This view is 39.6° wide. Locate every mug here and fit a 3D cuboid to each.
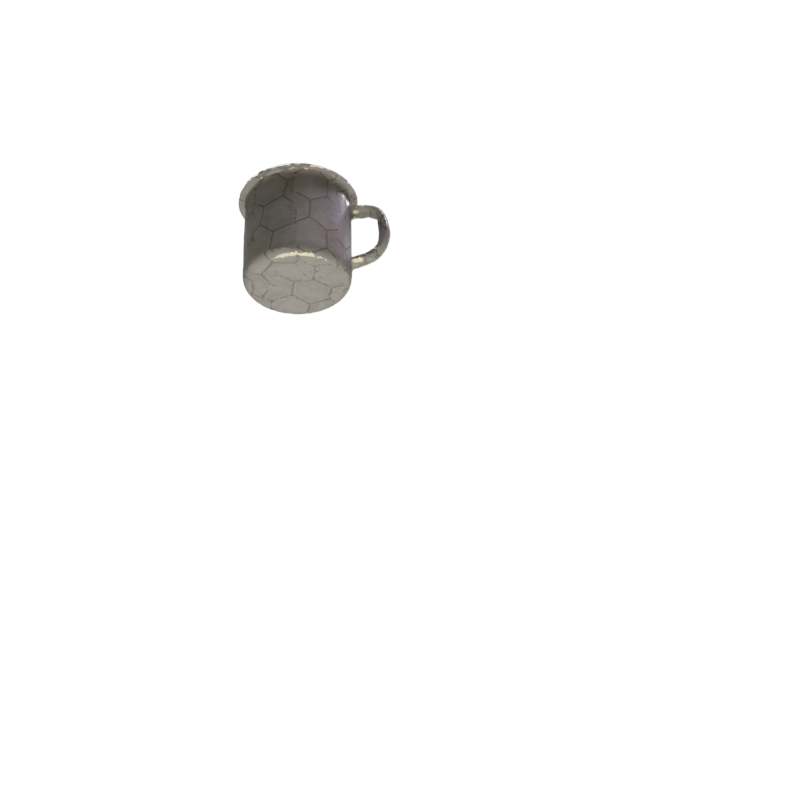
[{"bbox_3d":[-0.066,-0.120,0.841,0.118,0.087,0.086,-4,-35,4],"label":"mug"}]
